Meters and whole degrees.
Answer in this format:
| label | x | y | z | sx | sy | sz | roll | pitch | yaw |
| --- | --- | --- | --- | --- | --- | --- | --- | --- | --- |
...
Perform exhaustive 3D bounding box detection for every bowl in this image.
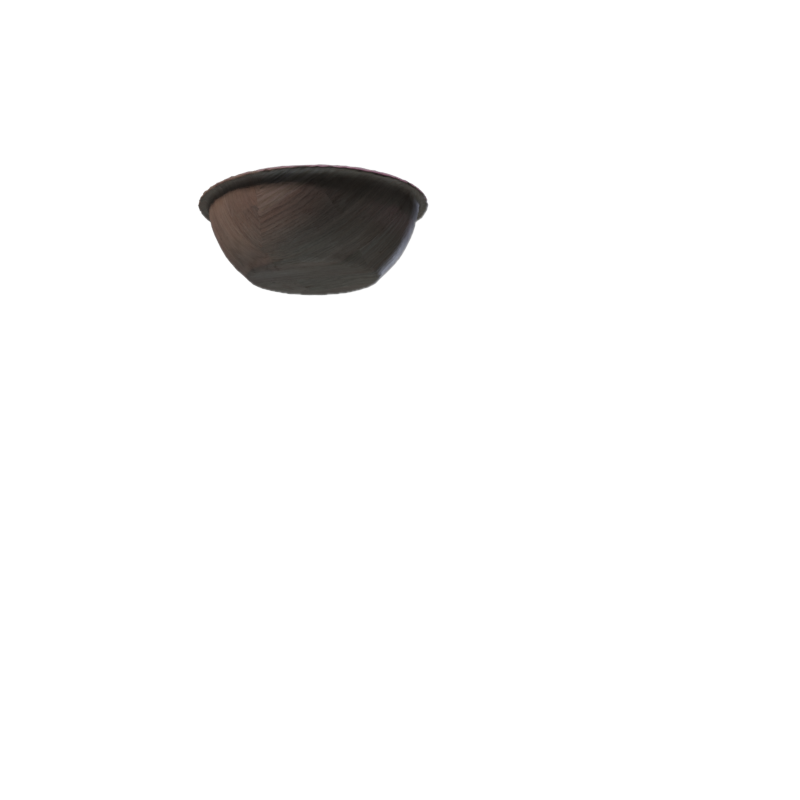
| label | x | y | z | sx | sy | sz | roll | pitch | yaw |
| --- | --- | --- | --- | --- | --- | --- | --- | --- | --- |
| bowl | -0.061 | -0.111 | 0.774 | 0.162 | 0.057 | 0.157 | 0 | -10 | -2 |
